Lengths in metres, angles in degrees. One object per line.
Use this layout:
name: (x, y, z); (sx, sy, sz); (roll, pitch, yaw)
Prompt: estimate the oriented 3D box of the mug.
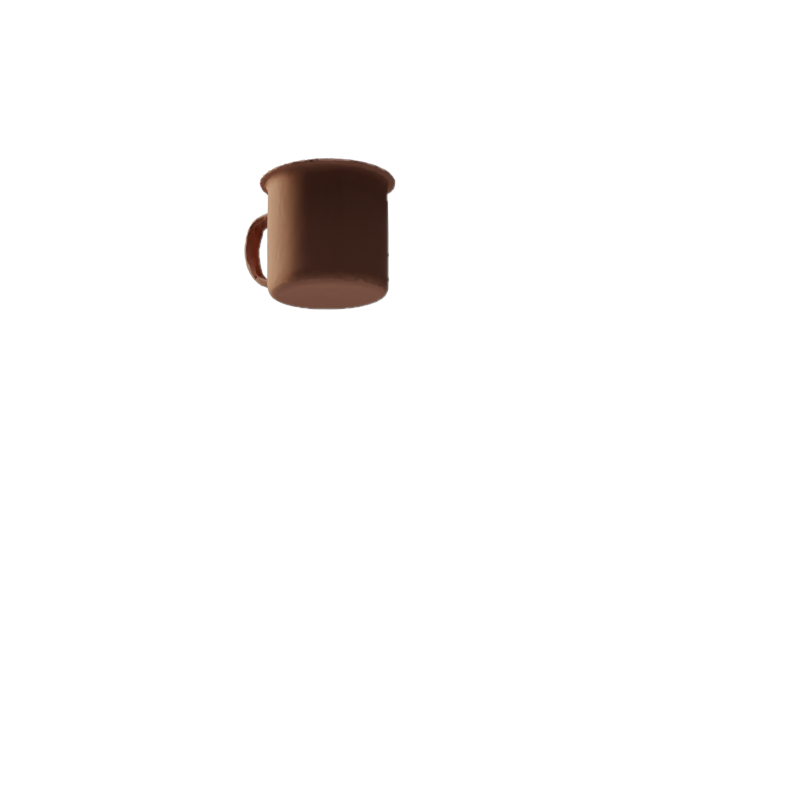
mug: (-0.059, -0.108, 0.755); (0.120, 0.084, 0.088); (-8, -15, 31)
